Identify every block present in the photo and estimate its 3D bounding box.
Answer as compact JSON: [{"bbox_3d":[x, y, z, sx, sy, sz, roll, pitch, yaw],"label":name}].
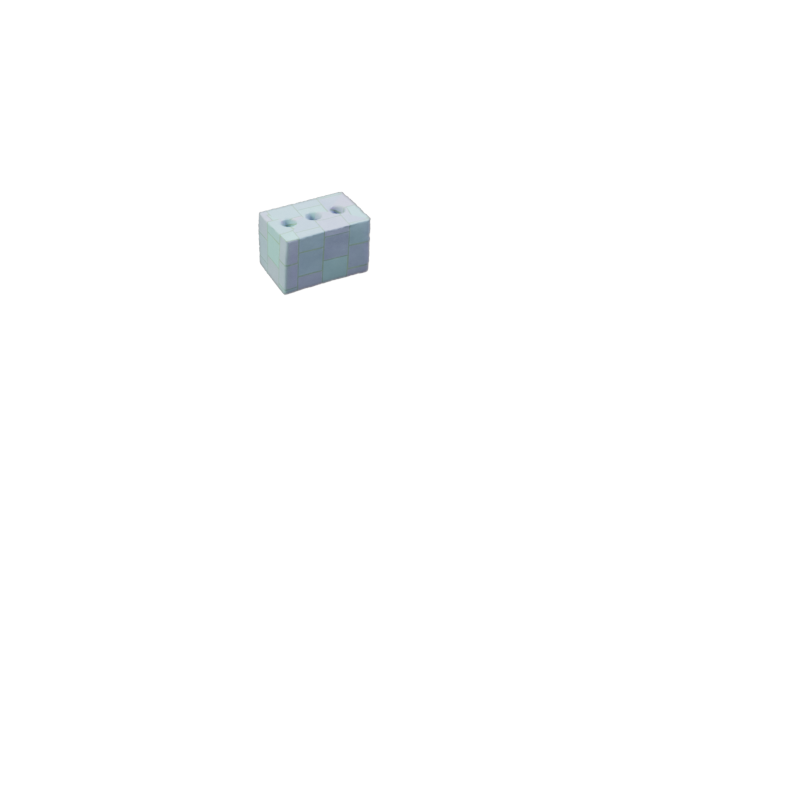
[{"bbox_3d":[-0.070,-0.128,0.899,0.077,0.048,0.057,-18,41,-23],"label":"block"}]
